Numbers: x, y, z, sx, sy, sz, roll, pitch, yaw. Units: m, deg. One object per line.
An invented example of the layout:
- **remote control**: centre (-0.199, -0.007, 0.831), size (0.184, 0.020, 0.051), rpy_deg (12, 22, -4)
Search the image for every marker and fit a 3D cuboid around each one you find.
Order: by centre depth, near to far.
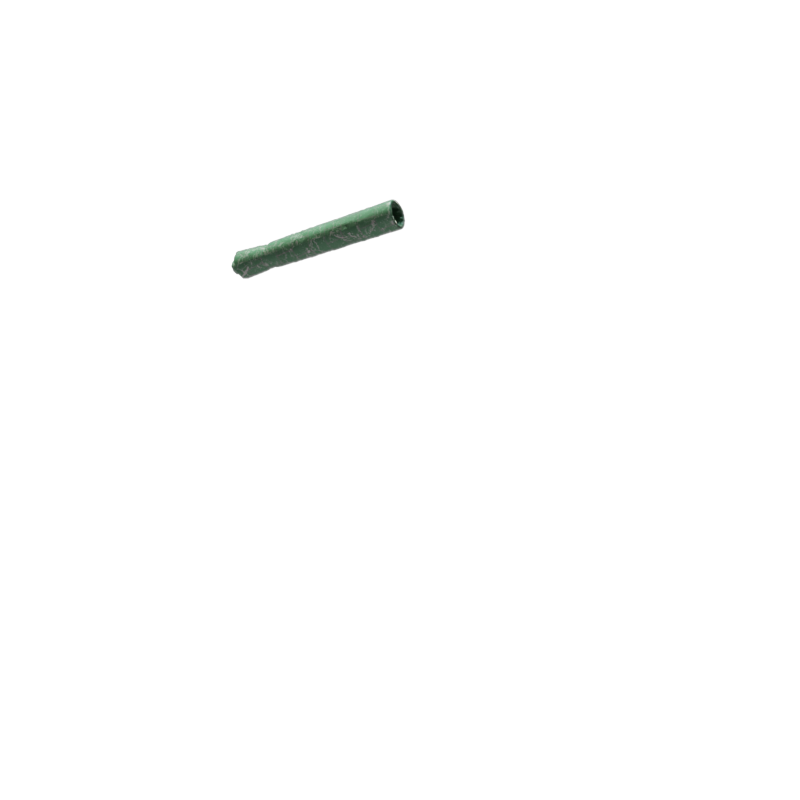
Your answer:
- **marker**: centre (-0.054, -0.098, 0.689), size (0.123, 0.020, 0.019), rpy_deg (-14, -3, 28)
